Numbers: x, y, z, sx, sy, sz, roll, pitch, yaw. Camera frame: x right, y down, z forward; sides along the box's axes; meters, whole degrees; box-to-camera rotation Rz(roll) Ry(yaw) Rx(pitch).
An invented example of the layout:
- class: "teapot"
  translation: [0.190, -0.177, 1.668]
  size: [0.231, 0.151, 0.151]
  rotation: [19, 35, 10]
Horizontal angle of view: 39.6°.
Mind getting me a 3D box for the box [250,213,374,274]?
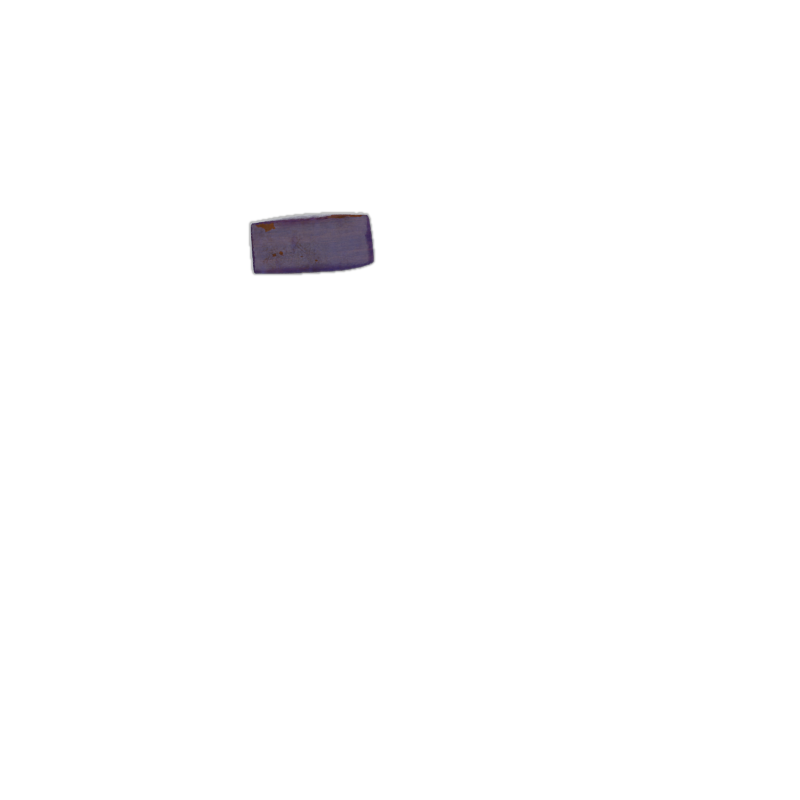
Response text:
- class: "box"
  translation: [-0.072, -0.131, 0.916]
  size: [0.093, 0.047, 0.180]
  rotation: [-4, 11, -3]
